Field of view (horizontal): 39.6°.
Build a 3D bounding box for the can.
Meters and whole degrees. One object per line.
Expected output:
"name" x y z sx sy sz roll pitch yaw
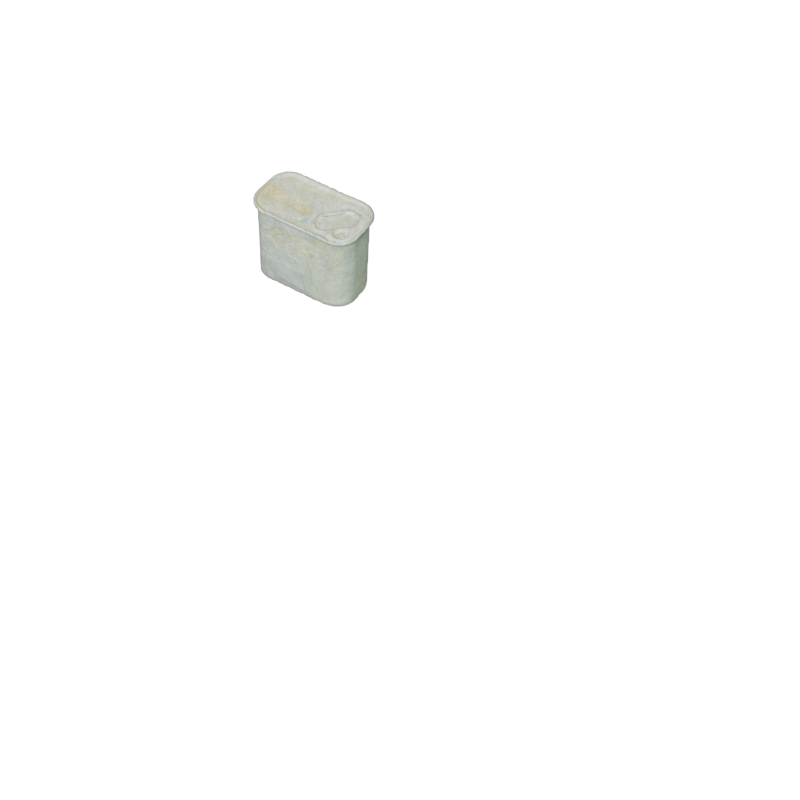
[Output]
"can" -0.075 -0.137 0.956 0.107 0.078 0.059 27 52 21
